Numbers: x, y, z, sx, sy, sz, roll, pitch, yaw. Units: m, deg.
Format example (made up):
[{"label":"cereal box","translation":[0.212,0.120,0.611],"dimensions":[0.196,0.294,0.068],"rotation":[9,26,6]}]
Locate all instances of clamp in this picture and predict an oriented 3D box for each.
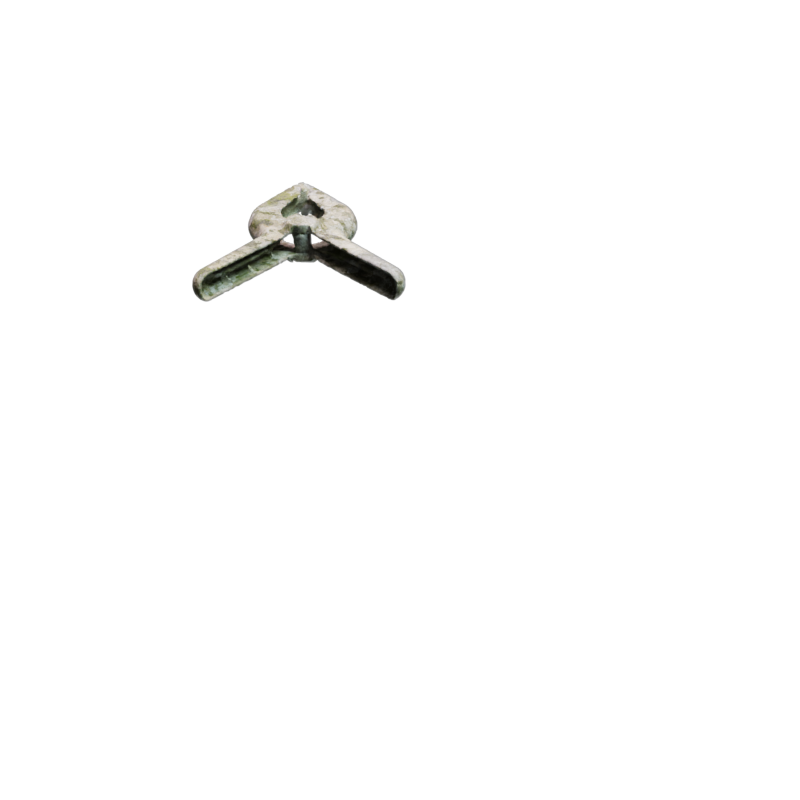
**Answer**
[{"label":"clamp","translation":[-0.073,-0.134,0.936],"dimensions":[0.166,0.034,0.220],"rotation":[3,30,5]}]
